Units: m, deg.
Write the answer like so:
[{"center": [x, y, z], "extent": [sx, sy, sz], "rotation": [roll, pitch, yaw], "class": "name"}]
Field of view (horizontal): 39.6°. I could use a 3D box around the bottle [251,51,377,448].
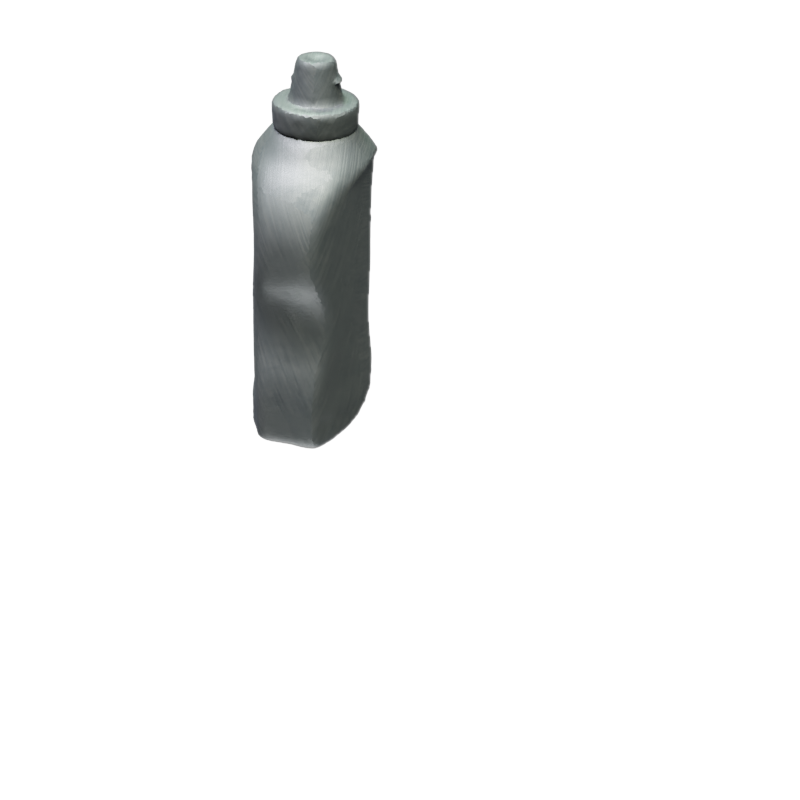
[{"center": [-0.043, -0.079, 0.550], "extent": [0.060, 0.180, 0.100], "rotation": [10, 32, 13], "class": "bottle"}]
